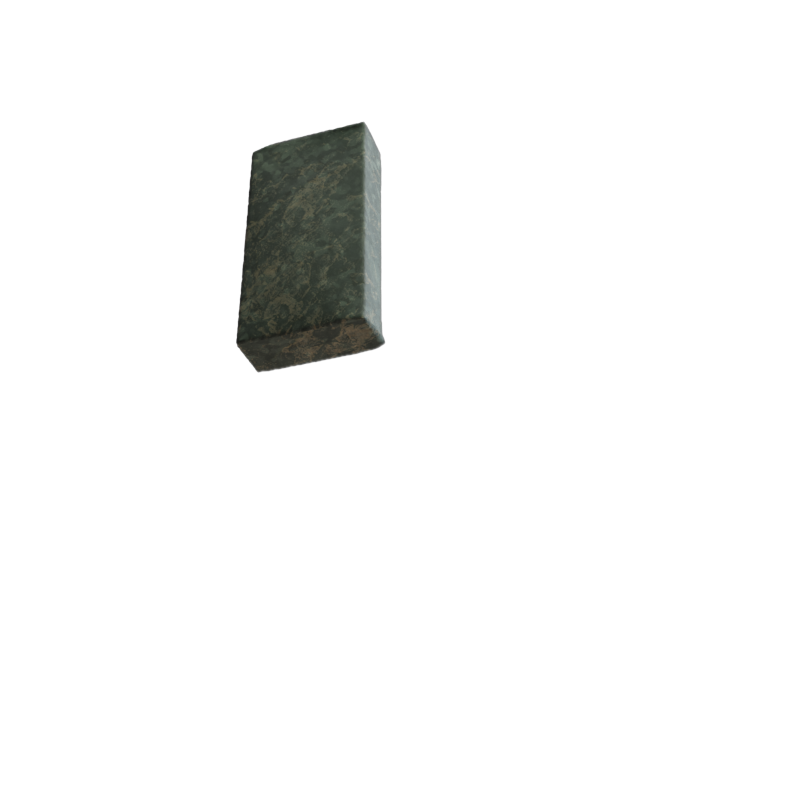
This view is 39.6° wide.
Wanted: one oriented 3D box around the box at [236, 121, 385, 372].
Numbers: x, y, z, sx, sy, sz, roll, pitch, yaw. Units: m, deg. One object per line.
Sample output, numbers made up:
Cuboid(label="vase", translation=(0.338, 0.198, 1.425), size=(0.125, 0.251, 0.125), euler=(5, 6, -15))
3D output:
Cuboid(label="box", translation=(-0.061, -0.111, 0.776), size=(0.094, 0.188, 0.044), euler=(-13, -35, 15))
